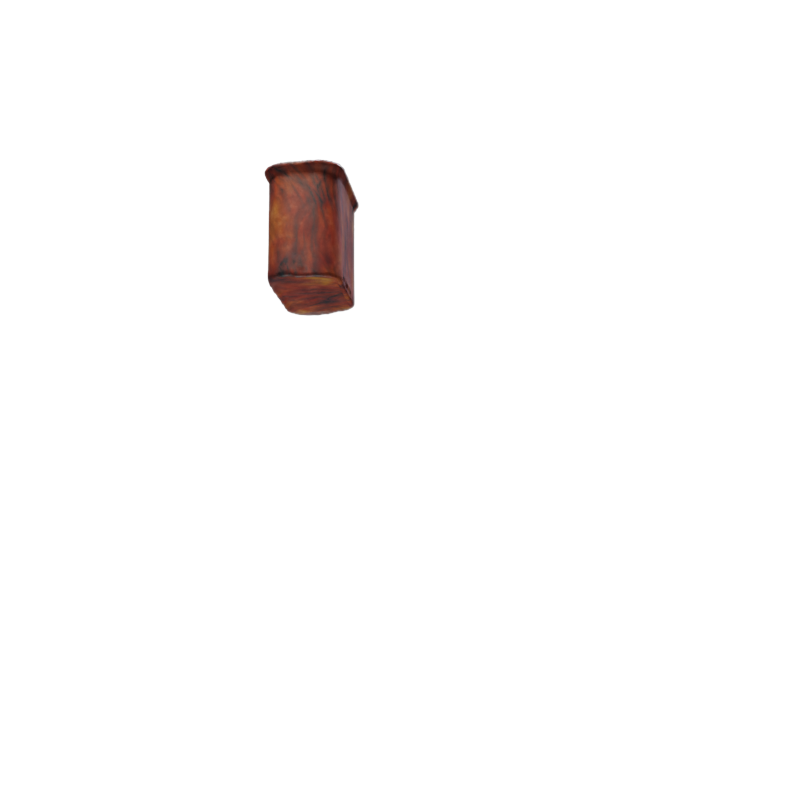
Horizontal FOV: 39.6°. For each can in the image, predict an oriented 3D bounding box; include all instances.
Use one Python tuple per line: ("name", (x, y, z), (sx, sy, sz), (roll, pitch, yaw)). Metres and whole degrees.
("can", (-0.063, -0.114, 0.799), (0.058, 0.087, 0.097), (-3, -15, 7))
